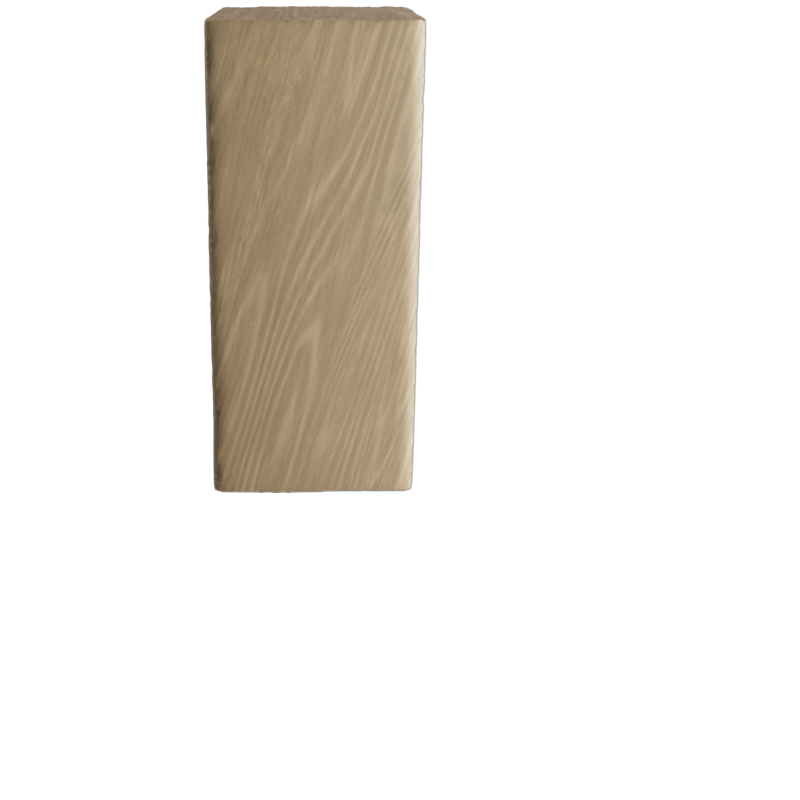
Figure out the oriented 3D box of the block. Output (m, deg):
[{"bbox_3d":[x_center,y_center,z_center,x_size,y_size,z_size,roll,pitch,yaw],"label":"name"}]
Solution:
[{"bbox_3d":[-0.039,-0.072,0.505,0.090,0.199,0.094,0,17,-3],"label":"block"}]
